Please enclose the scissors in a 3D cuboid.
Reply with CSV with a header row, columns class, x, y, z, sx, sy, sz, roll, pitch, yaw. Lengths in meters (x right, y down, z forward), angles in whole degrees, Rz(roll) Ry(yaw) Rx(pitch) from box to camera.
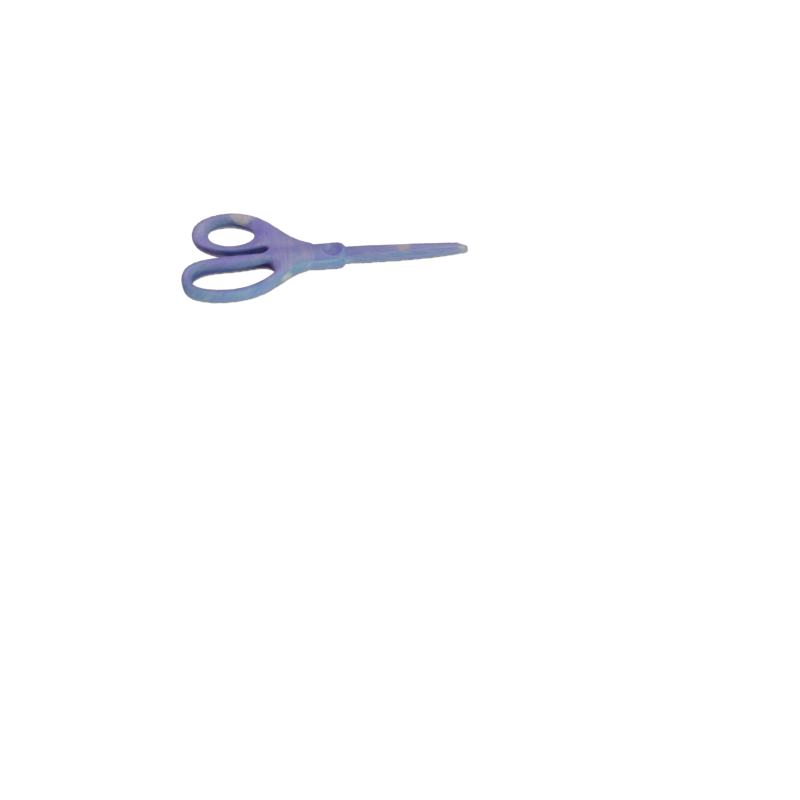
class,x,y,z,sx,sy,sz,roll,pitch,yaw
scissors,-0.062,-0.114,0.798,0.199,0.015,0.104,-16,46,-16
